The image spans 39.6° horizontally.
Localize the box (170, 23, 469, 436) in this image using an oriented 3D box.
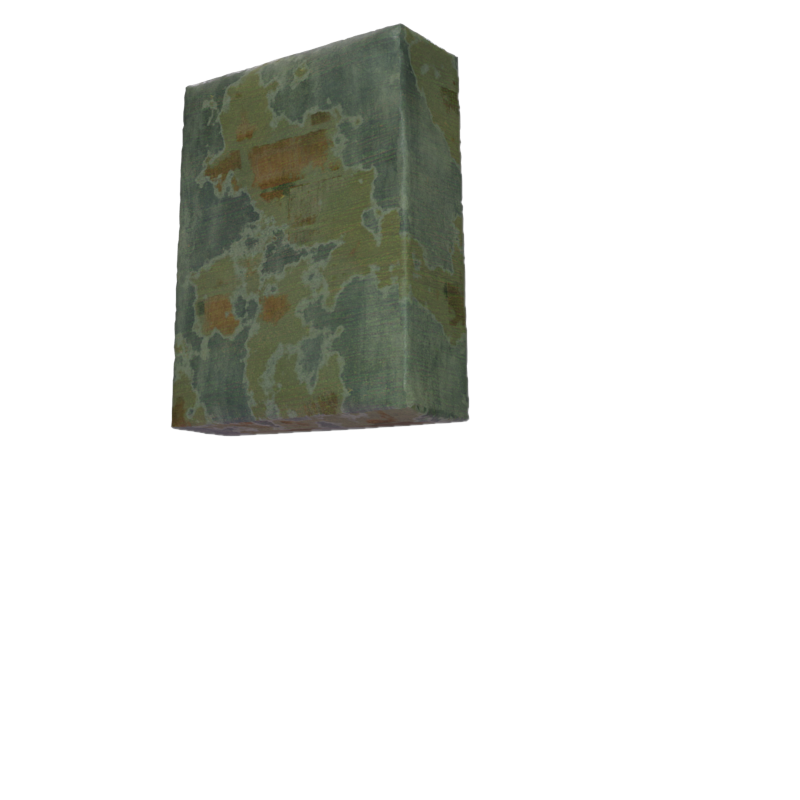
[{"bbox_3d":[-0.050,-0.091,0.639,0.168,0.221,0.068,-8,-14,33],"label":"box"}]
